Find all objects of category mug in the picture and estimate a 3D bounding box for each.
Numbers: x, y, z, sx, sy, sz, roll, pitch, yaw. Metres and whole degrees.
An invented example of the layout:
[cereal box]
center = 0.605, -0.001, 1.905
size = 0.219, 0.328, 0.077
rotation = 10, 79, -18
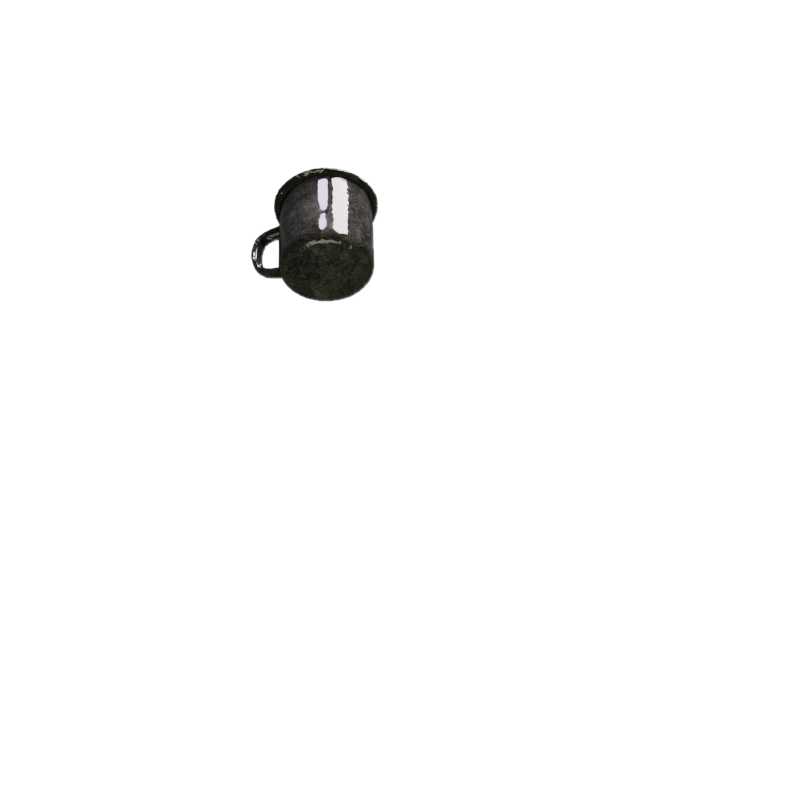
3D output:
[mug]
center = -0.076, -0.138, 0.965
size = 0.118, 0.087, 0.086
rotation = -13, -42, 13
